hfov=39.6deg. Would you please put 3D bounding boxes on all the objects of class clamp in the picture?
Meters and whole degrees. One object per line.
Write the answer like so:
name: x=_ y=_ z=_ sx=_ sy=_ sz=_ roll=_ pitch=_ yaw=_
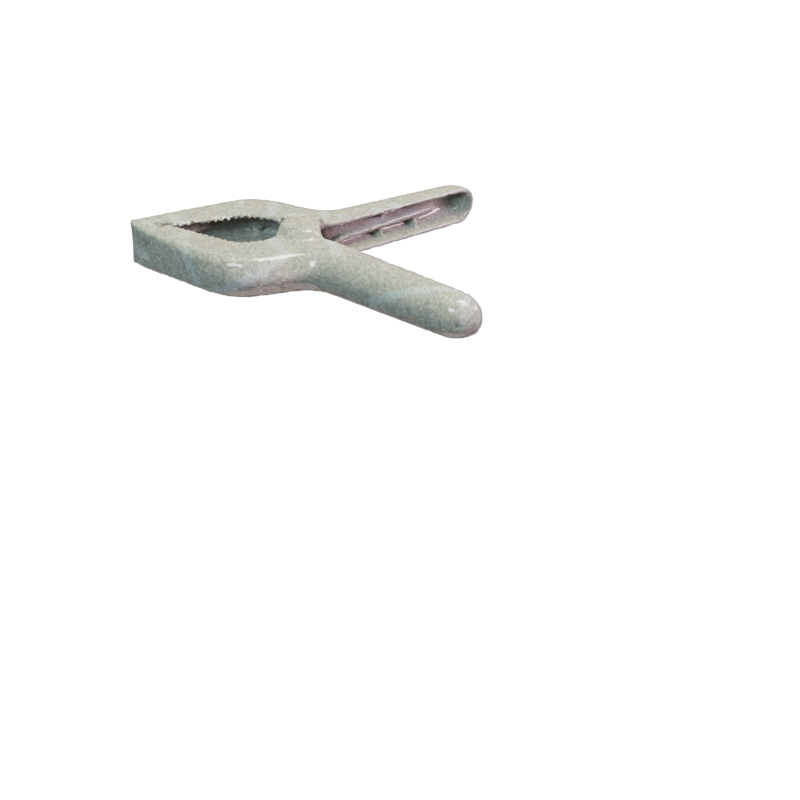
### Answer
clamp: x=-0.051 y=-0.093 z=0.655 sx=0.213 sy=0.034 sz=0.172 roll=6 pitch=31 yaw=9
